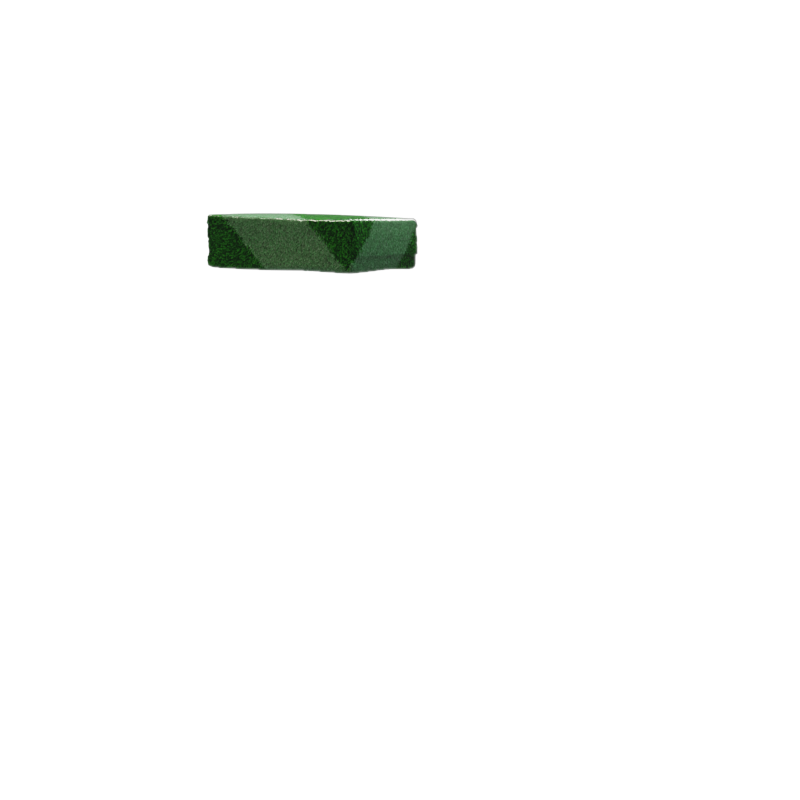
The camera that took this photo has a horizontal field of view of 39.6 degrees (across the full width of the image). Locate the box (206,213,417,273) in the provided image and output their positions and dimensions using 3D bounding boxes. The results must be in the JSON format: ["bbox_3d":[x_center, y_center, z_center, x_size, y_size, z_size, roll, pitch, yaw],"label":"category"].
[{"bbox_3d":[-0.057,-0.105,0.735,0.118,0.039,0.087,4,8,29],"label":"box"}]
